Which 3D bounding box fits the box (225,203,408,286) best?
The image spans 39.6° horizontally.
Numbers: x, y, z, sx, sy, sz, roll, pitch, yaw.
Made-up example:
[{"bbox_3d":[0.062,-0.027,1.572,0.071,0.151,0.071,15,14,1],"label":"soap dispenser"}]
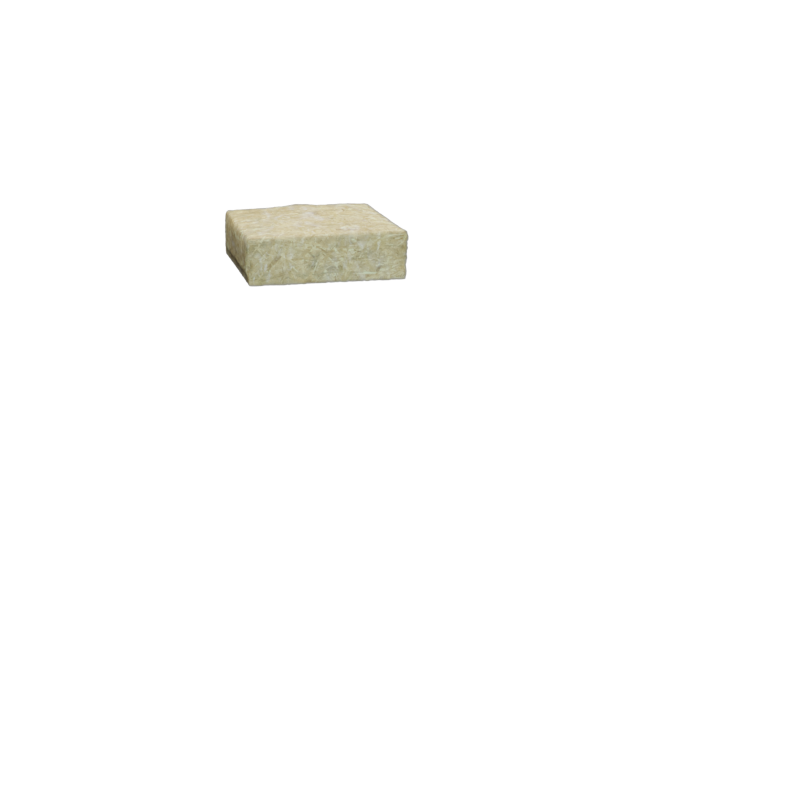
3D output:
[{"bbox_3d":[-0.048,-0.088,0.617,0.088,0.029,0.077,-5,21,-14],"label":"box"}]
